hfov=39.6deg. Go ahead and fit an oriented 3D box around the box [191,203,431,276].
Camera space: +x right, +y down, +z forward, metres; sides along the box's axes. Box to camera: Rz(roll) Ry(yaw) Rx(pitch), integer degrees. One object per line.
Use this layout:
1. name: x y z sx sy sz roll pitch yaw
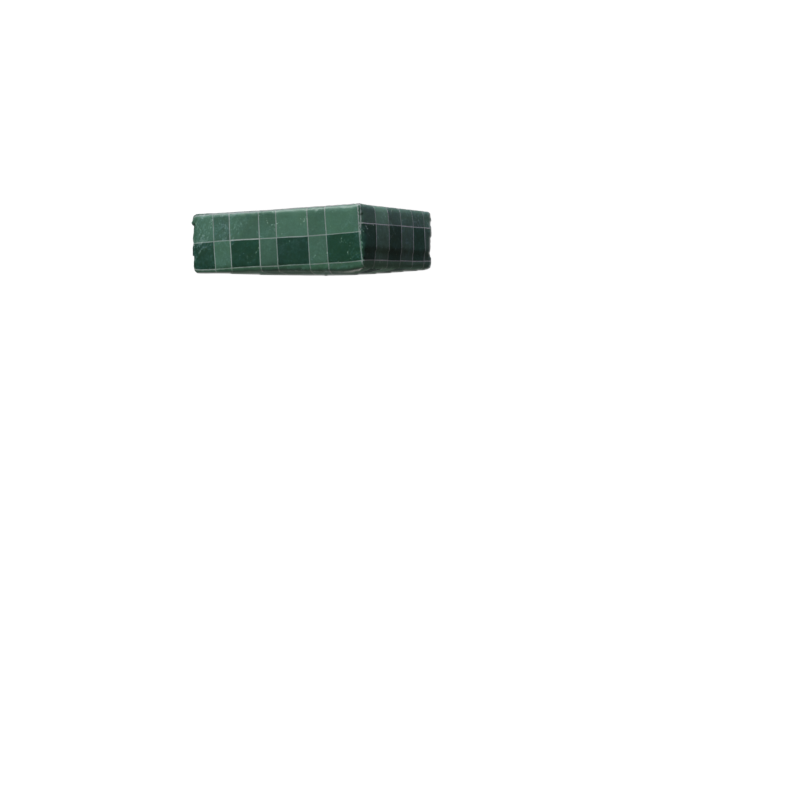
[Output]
1. box: -0.051 -0.092 0.645 0.117 0.039 0.087 4 7 28
